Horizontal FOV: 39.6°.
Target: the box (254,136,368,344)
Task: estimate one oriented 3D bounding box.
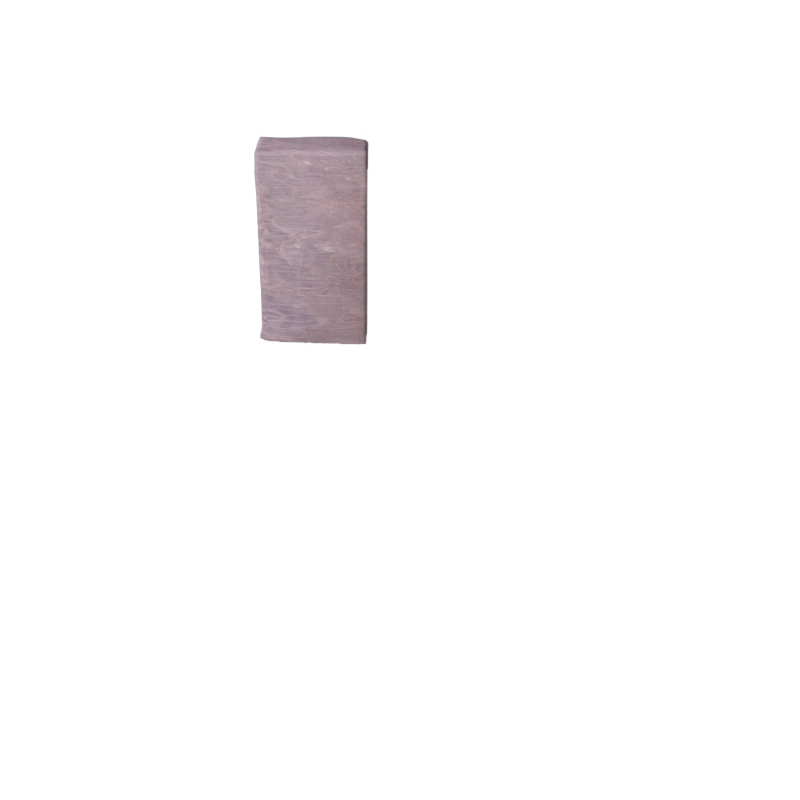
[{"bbox_3d":[-0.073,-0.133,0.934,0.094,0.167,0.050,2,24,2],"label":"box"}]
